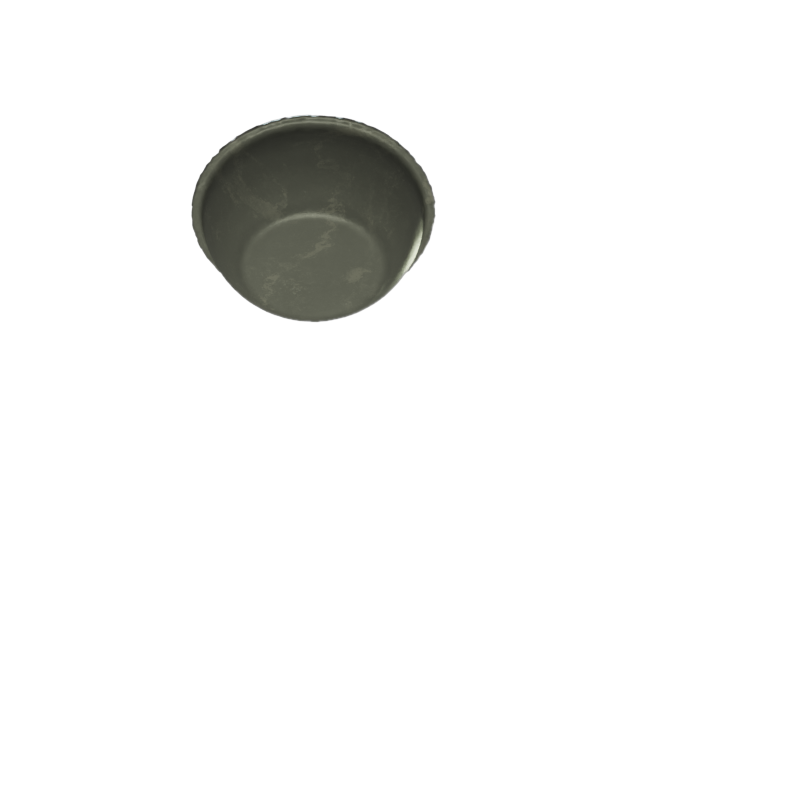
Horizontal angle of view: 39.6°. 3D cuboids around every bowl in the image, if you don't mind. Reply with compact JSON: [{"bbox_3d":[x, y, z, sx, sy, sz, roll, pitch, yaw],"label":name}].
[{"bbox_3d":[-0.056,-0.102,0.716,0.162,0.151,0.059,1,44,-1],"label":"bowl"}]
